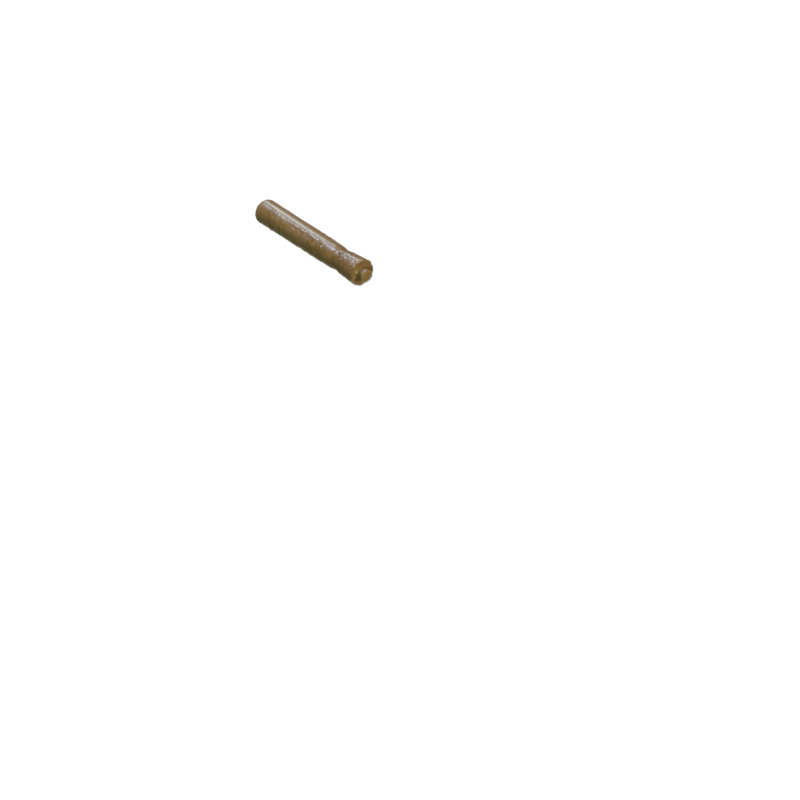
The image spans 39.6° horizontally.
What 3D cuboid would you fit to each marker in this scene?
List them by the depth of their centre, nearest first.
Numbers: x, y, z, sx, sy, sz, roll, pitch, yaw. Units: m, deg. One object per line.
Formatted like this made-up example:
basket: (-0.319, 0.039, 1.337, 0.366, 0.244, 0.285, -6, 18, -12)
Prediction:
marker: (-0.060, -0.109, 0.762, 0.019, 0.019, 0.130, -3, 28, -40)
